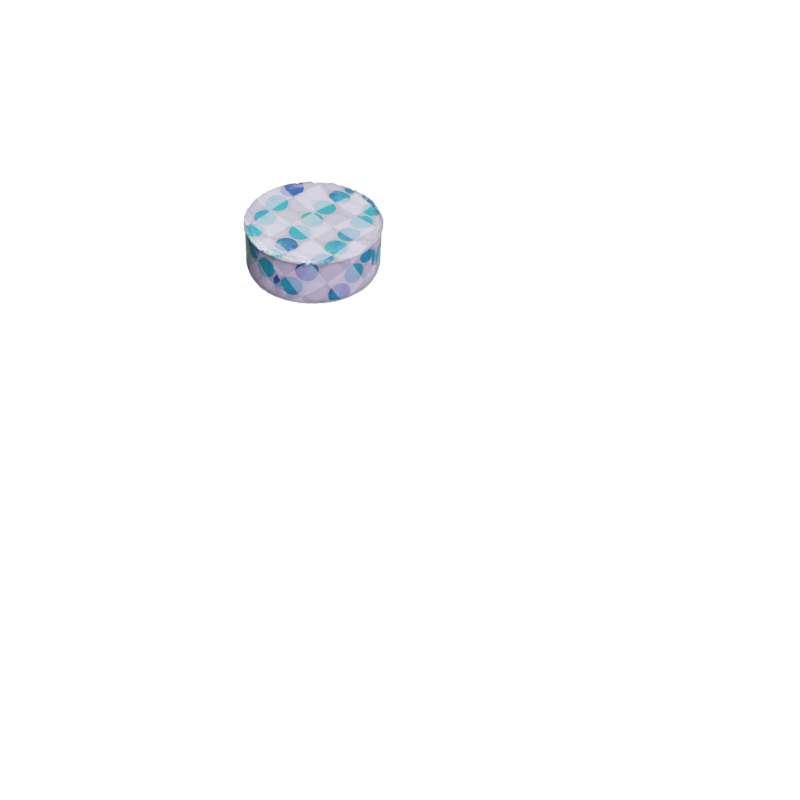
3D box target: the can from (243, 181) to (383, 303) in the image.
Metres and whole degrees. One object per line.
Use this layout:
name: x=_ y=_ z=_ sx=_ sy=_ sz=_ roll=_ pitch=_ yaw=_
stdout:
can: x=-0.054 y=-0.098 z=0.689 sx=0.086 sy=0.031 sz=0.092 roll=-1 pitch=42 yaw=-2
